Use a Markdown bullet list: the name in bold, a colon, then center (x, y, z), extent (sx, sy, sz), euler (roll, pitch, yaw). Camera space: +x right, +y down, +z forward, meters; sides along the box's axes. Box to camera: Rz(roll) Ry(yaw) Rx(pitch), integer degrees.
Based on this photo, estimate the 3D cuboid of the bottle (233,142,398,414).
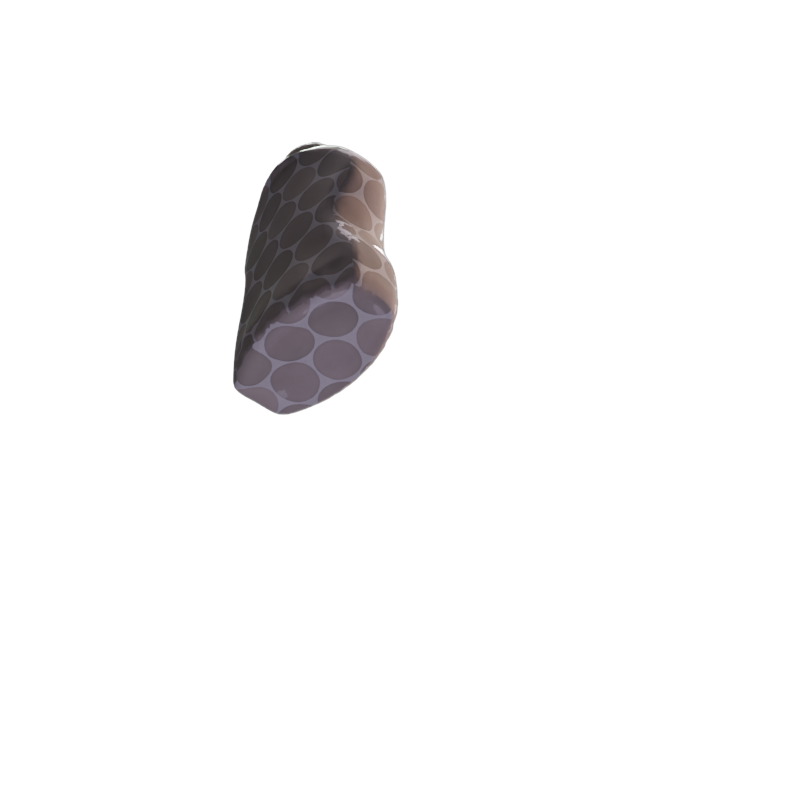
- **bottle**: center (-0.048, -0.088, 0.616), extent (0.055, 0.206, 0.094), euler (31, -58, -27)
